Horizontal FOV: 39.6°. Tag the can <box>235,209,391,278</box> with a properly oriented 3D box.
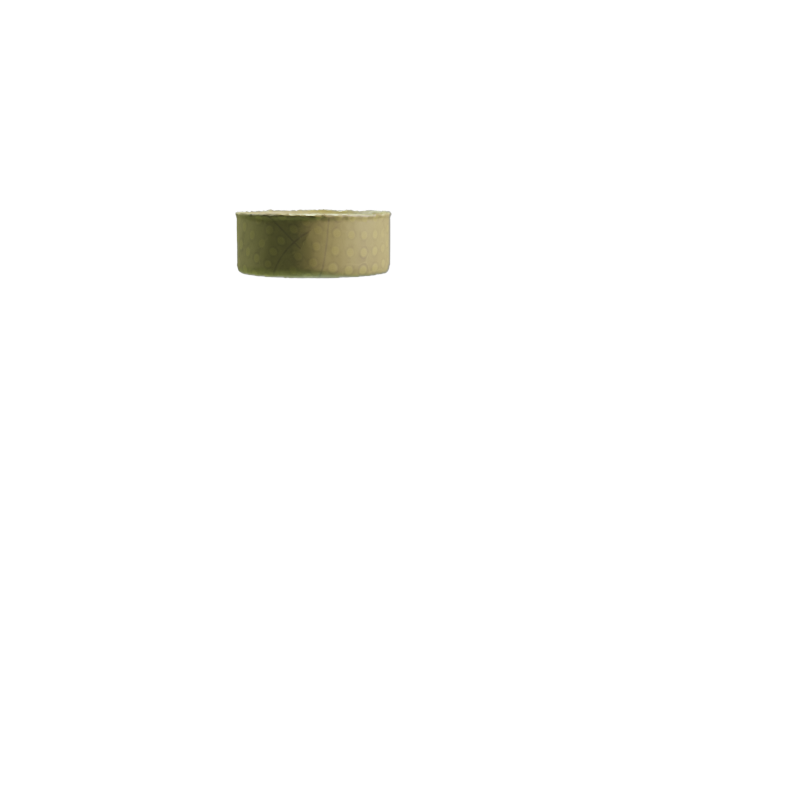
[{"bbox_3d":[-0.048,-0.087,0.609,0.086,0.033,0.088,0,10,-2],"label":"can"}]
